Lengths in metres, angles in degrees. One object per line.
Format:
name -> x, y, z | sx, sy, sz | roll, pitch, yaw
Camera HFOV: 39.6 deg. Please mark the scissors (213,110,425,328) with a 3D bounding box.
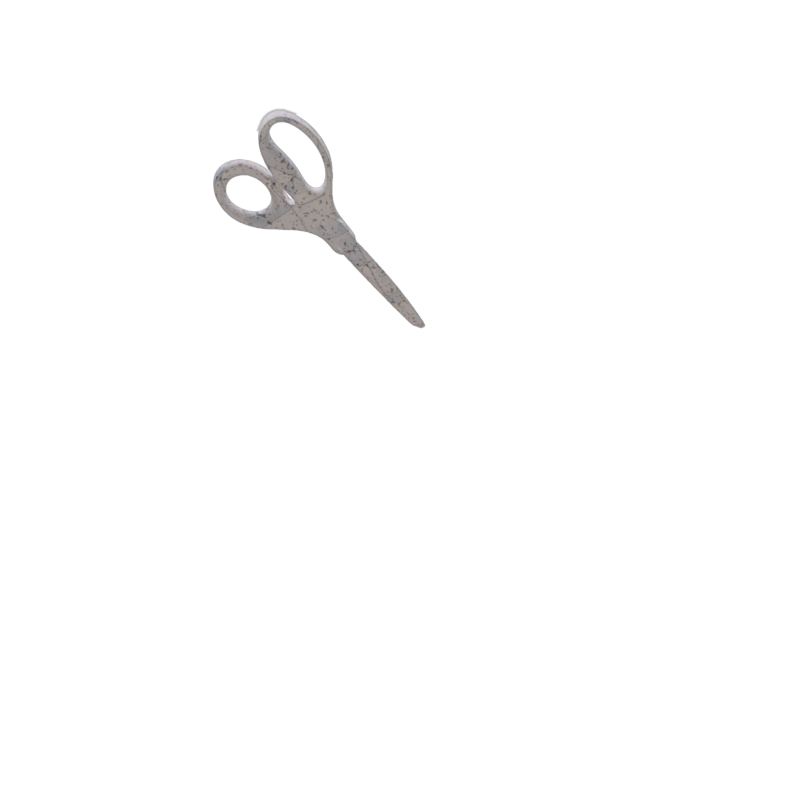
scissors -> -0.063, -0.116, 0.809 | 0.096, 0.190, 0.017 | -22, 25, 11
